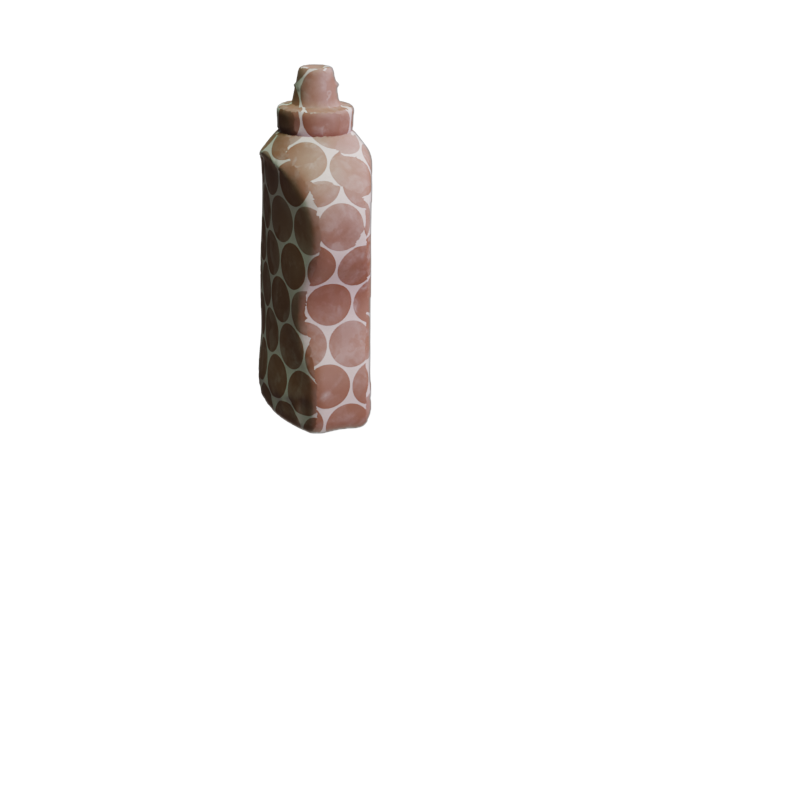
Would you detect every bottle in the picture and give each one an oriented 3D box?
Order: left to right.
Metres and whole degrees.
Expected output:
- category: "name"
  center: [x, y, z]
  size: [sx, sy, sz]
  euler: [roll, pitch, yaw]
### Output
- category: "bottle"
  center: [-0.047, -0.087, 0.607]
  size: [0.057, 0.184, 0.102]
  euler: [-5, 20, -19]
